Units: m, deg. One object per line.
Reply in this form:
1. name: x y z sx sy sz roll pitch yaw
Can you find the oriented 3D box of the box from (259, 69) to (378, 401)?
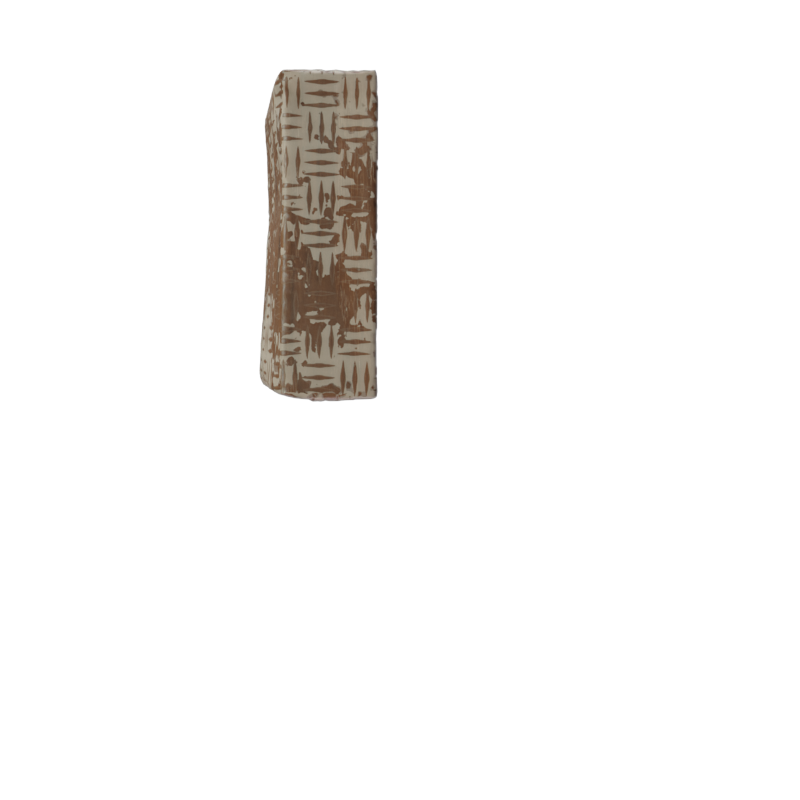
1. box: -0.061 -0.112 0.782 0.071 0.215 0.165 0 -1 -10
